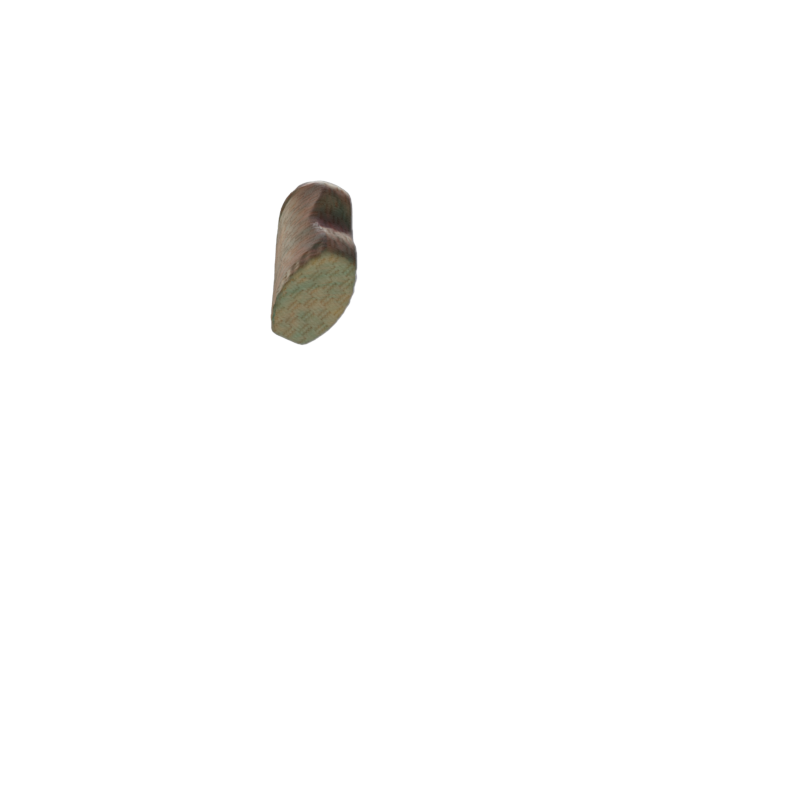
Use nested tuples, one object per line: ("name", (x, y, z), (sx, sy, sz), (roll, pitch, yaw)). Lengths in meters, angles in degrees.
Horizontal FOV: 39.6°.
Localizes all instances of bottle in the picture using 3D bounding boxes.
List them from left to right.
("bottle", (-0.078, -0.141, 0.986), (0.056, 0.093, 0.205), (23, 32, -20))
